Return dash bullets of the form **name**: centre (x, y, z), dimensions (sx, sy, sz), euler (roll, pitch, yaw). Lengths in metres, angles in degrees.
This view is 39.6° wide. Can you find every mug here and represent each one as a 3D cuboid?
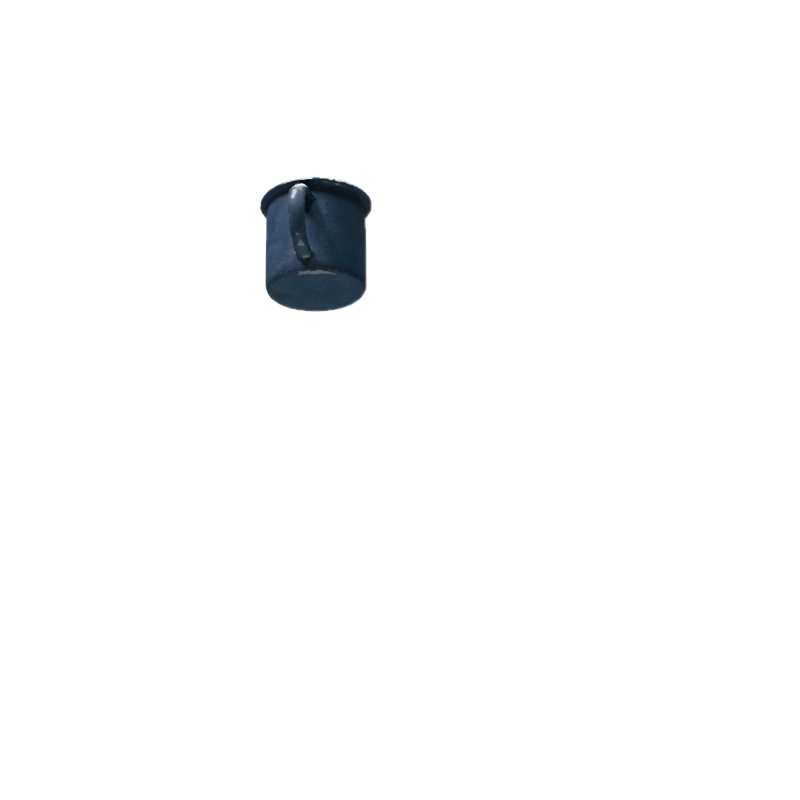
- **mug**: centre (-0.070, -0.128, 0.893), dimensions (0.094, 0.086, 0.110), euler (-4, -23, 7)
